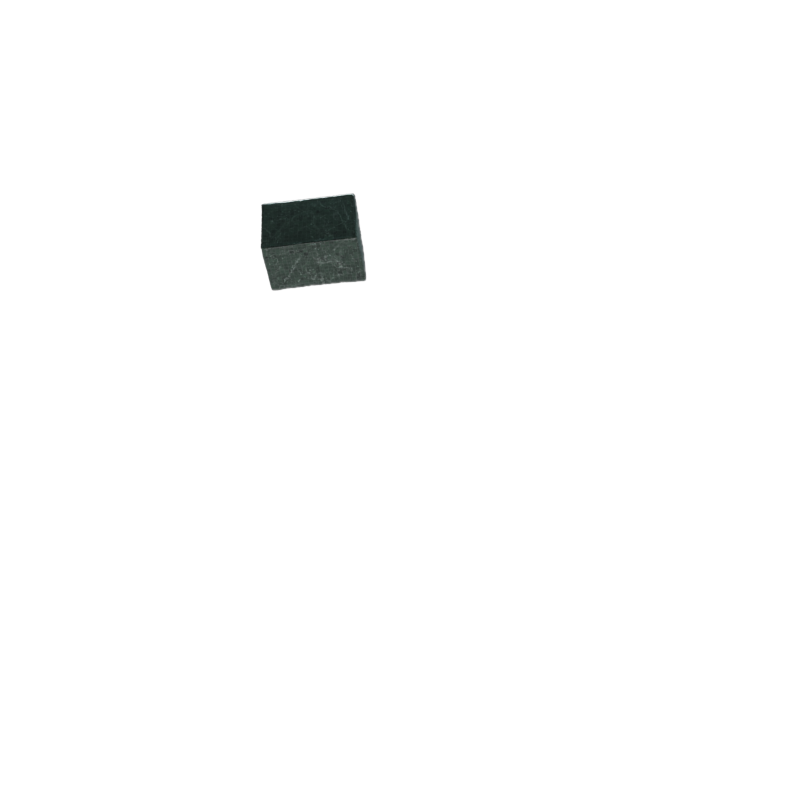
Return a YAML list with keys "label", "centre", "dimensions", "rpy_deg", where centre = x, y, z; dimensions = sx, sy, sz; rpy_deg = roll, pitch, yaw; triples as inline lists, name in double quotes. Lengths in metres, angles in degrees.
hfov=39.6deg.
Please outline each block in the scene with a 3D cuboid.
- label: "block"
  centre: [-0.069, -0.126, 0.883]
  dimensions: [0.078, 0.055, 0.049]
  rpy_deg: [-5, -40, 5]
